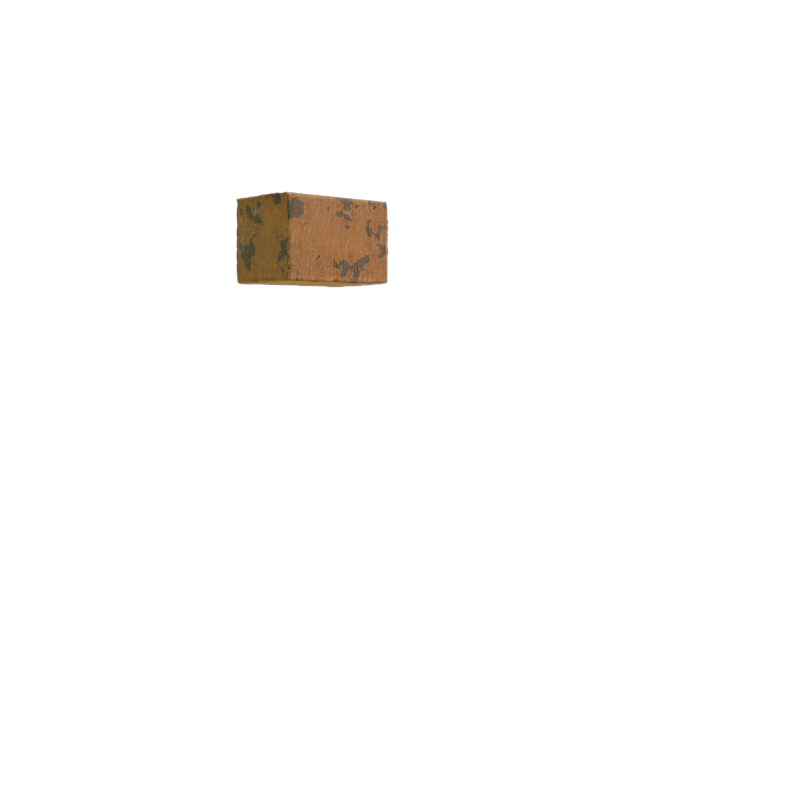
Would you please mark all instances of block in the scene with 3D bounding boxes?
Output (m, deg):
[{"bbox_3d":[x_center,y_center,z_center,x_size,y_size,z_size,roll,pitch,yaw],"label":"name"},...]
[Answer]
[{"bbox_3d":[-0.052,-0.094,0.661,0.075,0.052,0.055,-1,0,-42],"label":"block"}]
